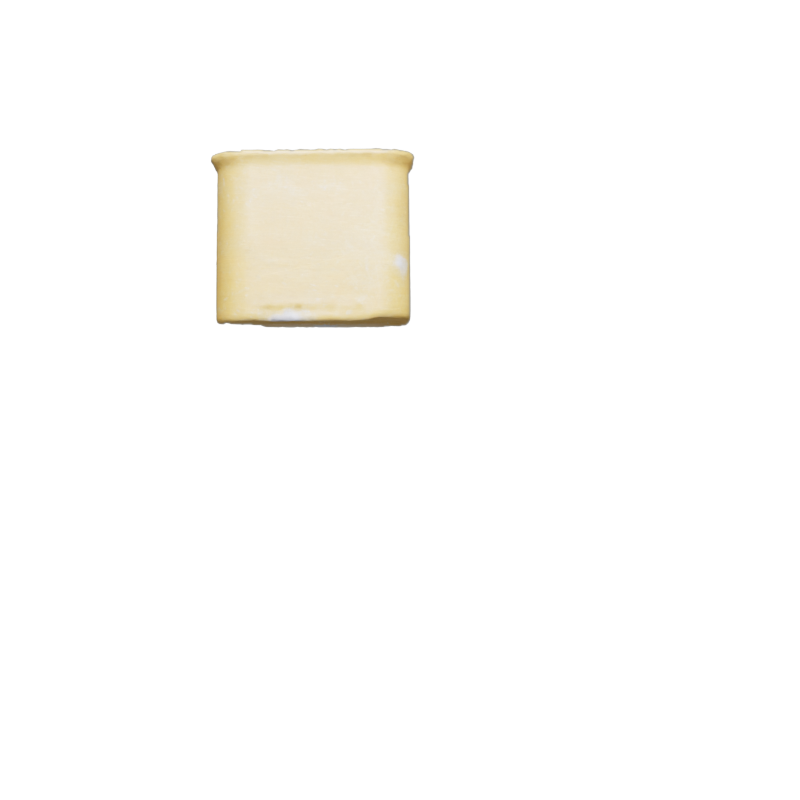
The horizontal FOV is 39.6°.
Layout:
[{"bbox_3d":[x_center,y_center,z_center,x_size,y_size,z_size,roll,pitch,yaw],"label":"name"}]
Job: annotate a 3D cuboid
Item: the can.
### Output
[{"bbox_3d":[-0.044,-0.080,0.559,0.102,0.085,0.056,0,-5,1],"label":"can"}]
